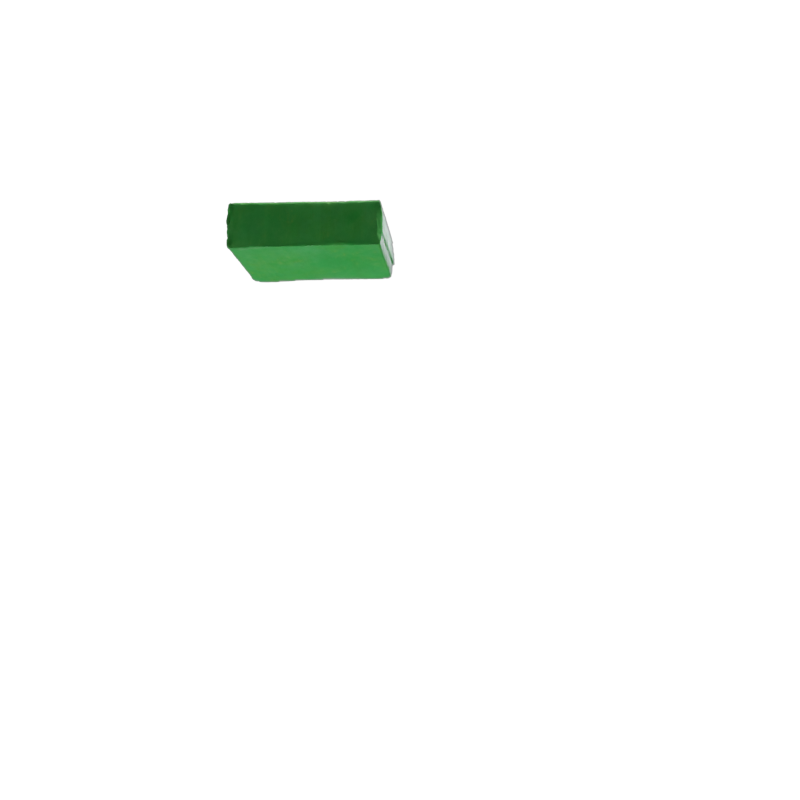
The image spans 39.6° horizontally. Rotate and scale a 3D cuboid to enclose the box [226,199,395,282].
[{"bbox_3d":[-0.064,-0.117,0.820,0.114,0.040,0.086,-2,-12,7],"label":"box"}]
